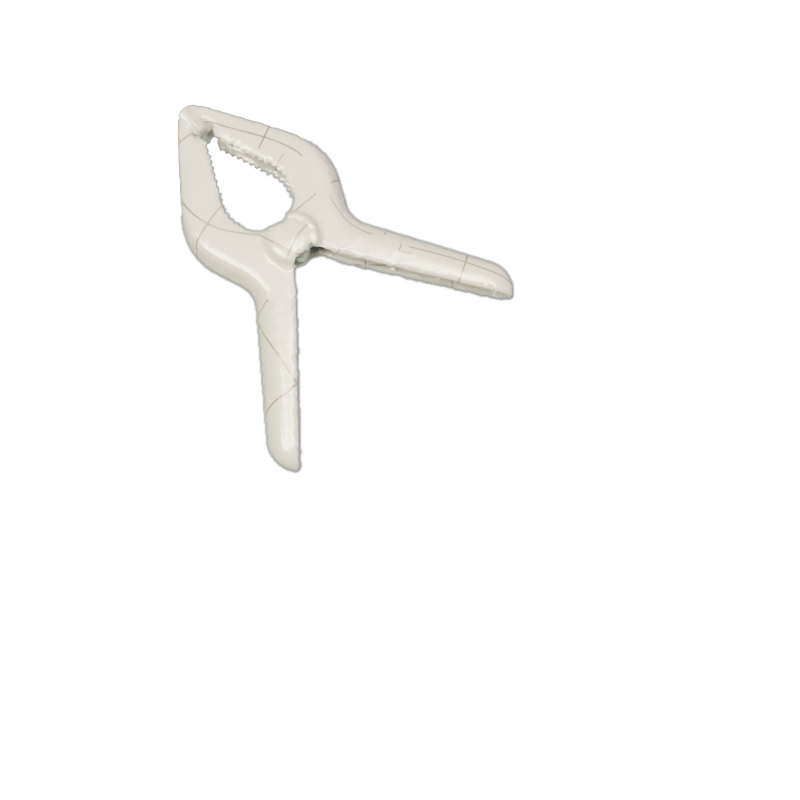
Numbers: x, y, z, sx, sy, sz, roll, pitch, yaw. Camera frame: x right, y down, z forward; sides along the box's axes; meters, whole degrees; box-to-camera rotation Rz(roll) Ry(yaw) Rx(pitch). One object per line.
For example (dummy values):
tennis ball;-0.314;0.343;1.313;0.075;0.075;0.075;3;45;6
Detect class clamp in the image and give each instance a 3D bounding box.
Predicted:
clamp;-0.049;-0.090;0.631;0.164;0.217;0.035;-31;-13;-8
